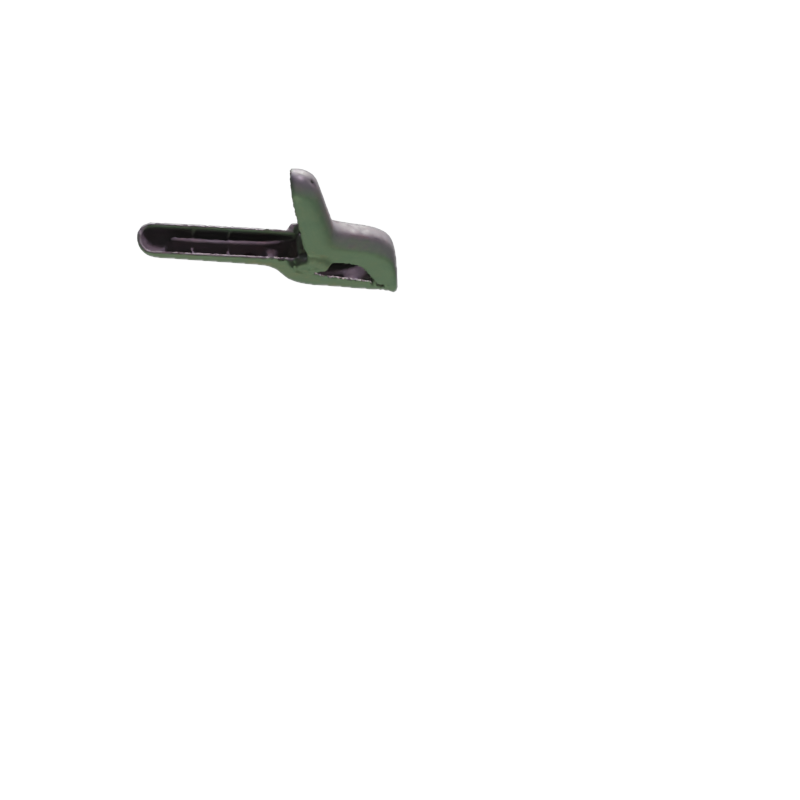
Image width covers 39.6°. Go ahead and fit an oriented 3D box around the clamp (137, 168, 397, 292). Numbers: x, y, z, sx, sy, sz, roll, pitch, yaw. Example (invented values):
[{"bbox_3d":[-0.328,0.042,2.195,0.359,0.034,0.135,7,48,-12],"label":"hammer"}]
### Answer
[{"bbox_3d":[-0.064,-0.117,0.818,0.199,0.038,0.167,11,-16,-42],"label":"clamp"}]
